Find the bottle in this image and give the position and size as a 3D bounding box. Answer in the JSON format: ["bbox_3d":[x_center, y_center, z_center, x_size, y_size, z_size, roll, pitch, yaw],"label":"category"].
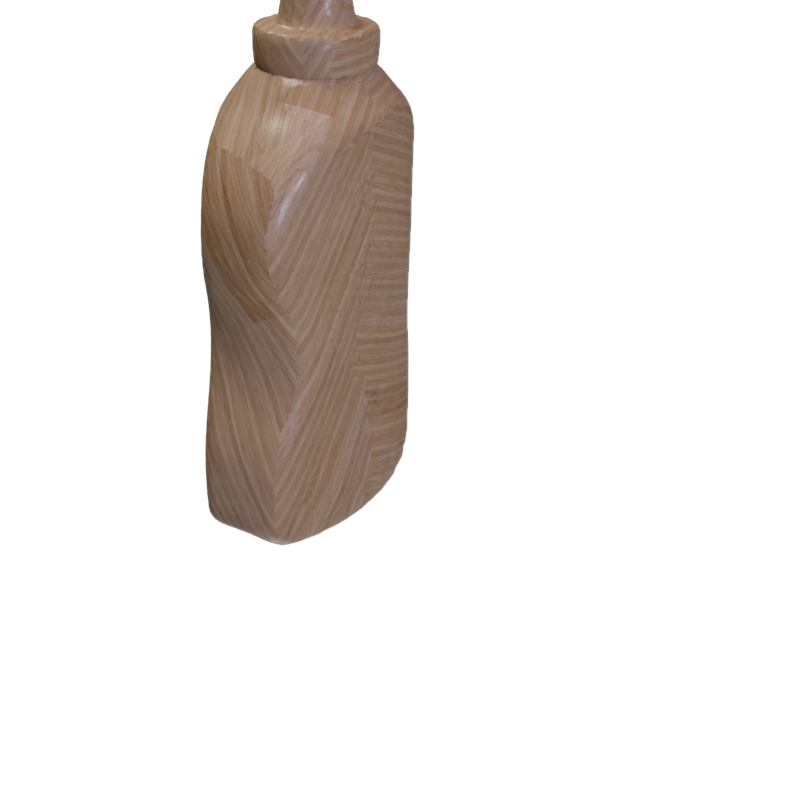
[{"bbox_3d":[-0.029,-0.054,0.381,0.061,0.182,0.097,15,28,27],"label":"bottle"}]
